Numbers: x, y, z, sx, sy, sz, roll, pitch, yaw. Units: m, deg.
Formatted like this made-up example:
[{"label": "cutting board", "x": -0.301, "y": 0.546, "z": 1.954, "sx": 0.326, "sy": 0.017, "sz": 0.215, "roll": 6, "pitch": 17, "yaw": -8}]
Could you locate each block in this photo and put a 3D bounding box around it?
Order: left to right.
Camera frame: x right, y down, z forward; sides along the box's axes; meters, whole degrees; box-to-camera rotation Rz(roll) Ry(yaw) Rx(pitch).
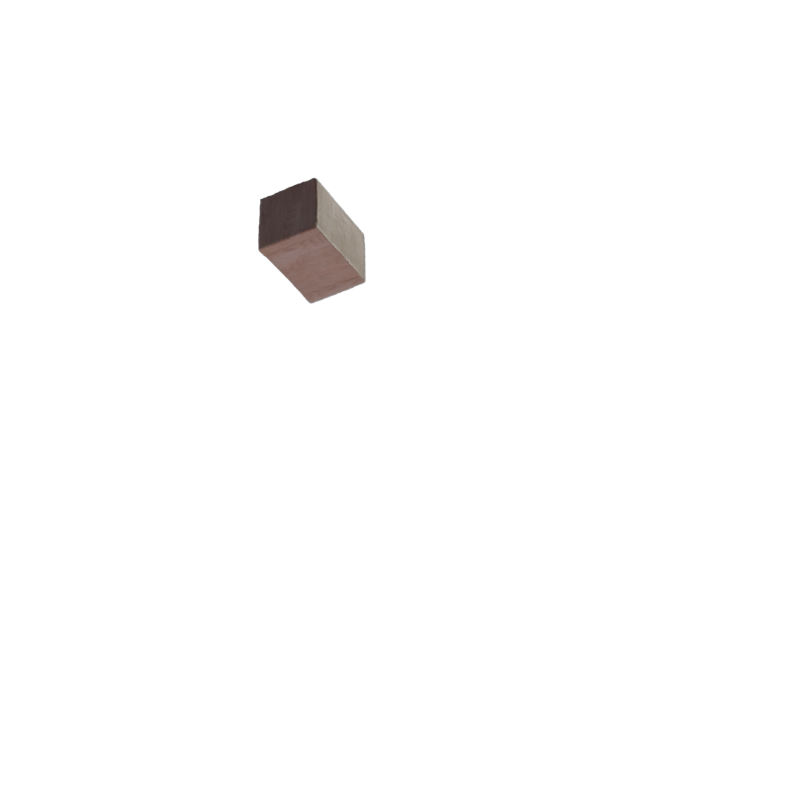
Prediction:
[{"label": "block", "x": -0.067, "y": -0.121, "z": 0.850, "sx": 0.053, "sy": 0.055, "sz": 0.072, "roll": -19, "pitch": -40, "yaw": 21}]
